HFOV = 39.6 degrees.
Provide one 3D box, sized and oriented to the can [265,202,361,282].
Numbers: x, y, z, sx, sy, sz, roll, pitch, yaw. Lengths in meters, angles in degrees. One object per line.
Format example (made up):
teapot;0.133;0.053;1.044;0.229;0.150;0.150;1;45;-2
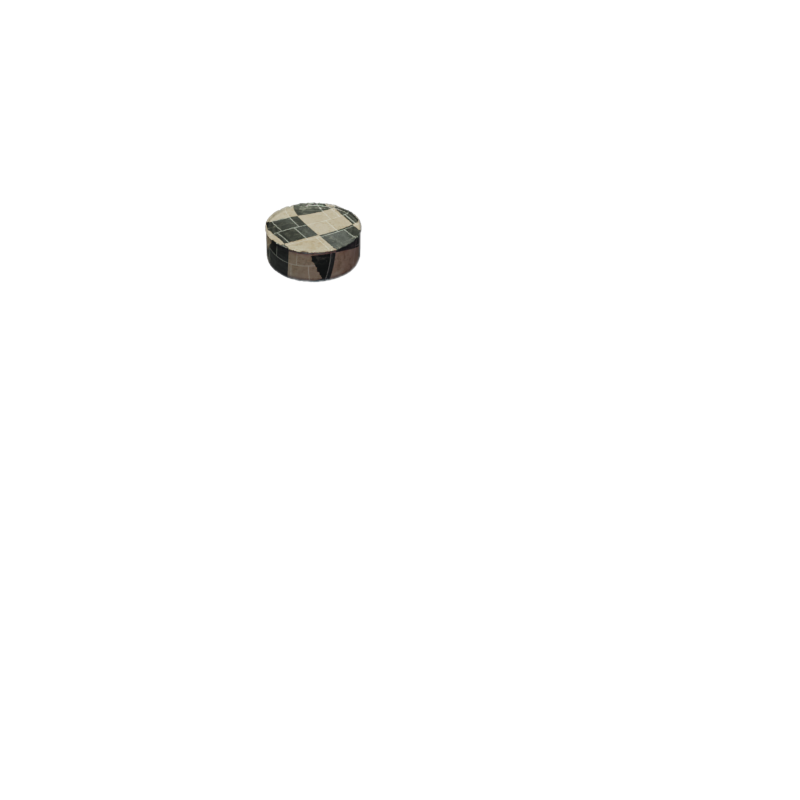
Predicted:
can;-0.078;-0.141;0.990;0.086;0.031;0.092;-1;37;-2
